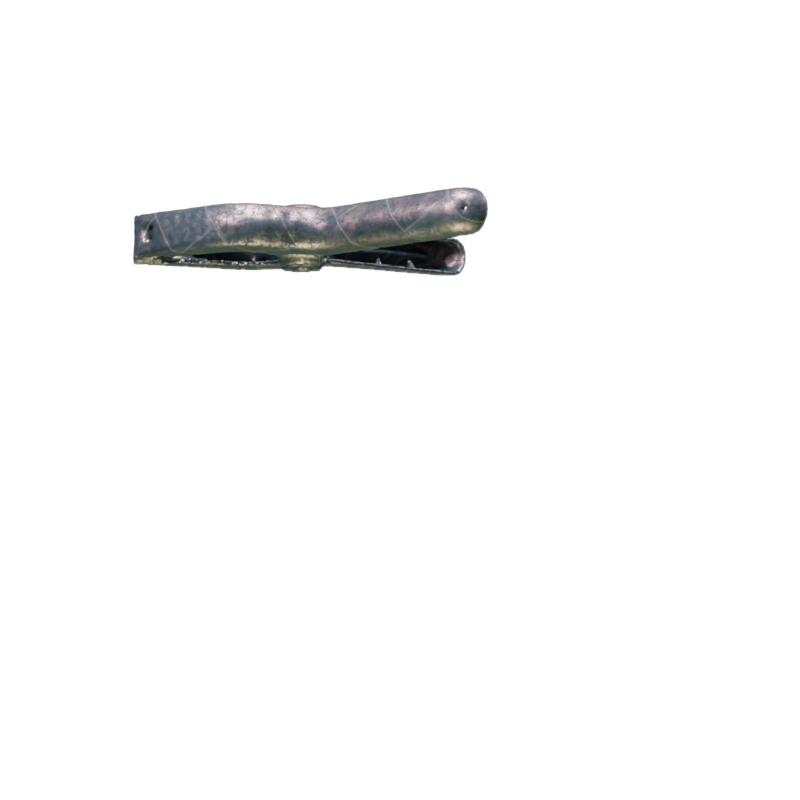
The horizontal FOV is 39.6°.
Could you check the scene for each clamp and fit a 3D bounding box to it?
[{"bbox_3d":[-0.052,-0.095,0.663,0.212,0.037,0.160,-1,-4,9],"label":"clamp"}]
